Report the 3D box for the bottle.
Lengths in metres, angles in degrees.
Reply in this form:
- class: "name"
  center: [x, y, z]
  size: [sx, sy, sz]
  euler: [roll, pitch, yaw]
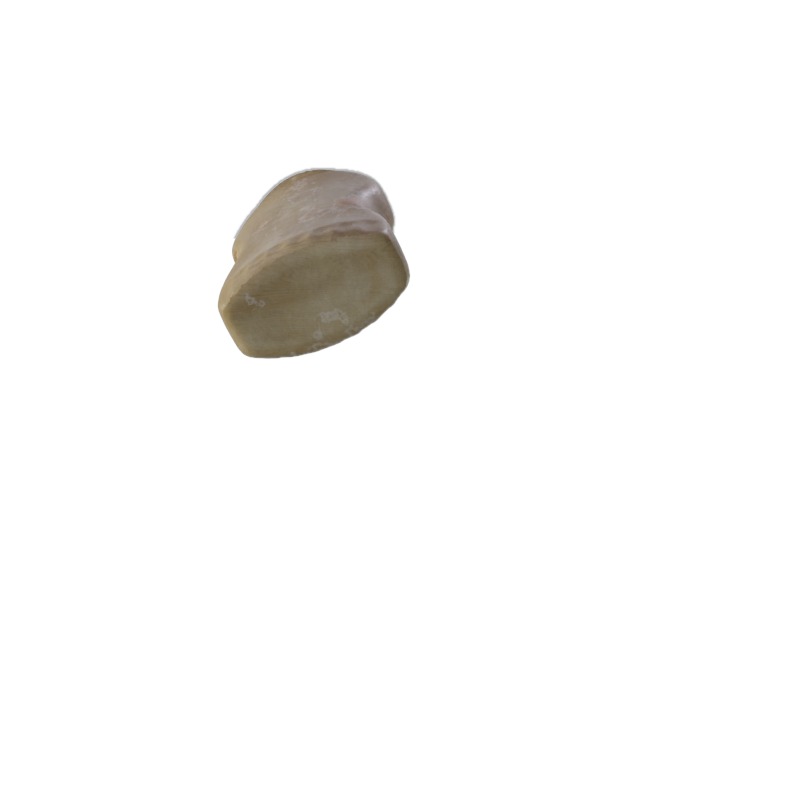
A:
- class: "bottle"
  center: [-0.050, -0.091, 0.634]
  size: [0.096, 0.055, 0.201]
  euler: [-25, 23, 7]
